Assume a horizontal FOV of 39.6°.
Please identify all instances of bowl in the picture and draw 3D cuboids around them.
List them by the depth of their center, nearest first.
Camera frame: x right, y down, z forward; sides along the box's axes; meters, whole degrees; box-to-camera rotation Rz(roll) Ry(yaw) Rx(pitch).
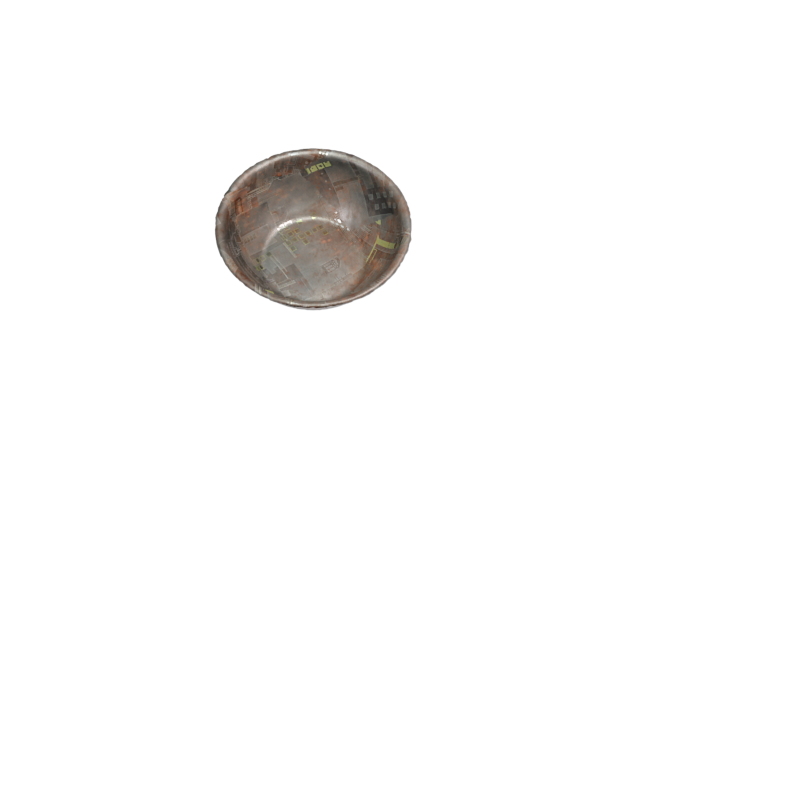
[{"bbox_3d":[-0.073,-0.133,0.930,0.162,0.173,0.051,-1,-32,-1],"label":"bowl"}]
